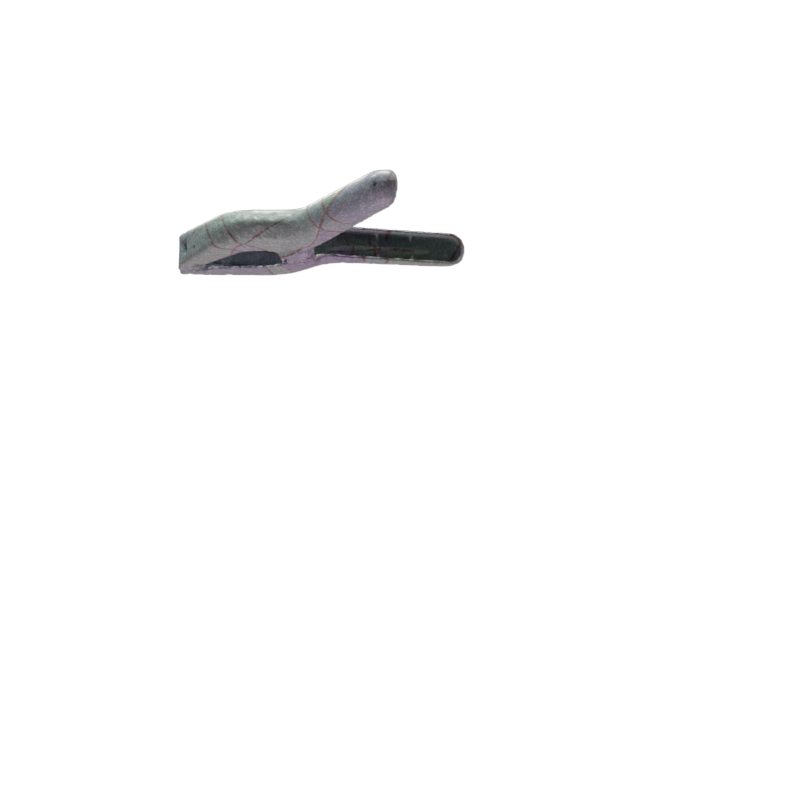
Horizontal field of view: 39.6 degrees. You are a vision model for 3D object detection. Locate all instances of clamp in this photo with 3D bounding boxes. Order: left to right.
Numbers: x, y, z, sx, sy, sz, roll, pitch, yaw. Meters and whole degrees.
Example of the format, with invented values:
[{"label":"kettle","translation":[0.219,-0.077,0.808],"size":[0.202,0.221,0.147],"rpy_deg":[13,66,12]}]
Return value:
[{"label":"clamp","translation":[-0.064,-0.116,0.815],"size":[0.215,0.038,0.155],"rpy_deg":[-6,-13,28]}]
